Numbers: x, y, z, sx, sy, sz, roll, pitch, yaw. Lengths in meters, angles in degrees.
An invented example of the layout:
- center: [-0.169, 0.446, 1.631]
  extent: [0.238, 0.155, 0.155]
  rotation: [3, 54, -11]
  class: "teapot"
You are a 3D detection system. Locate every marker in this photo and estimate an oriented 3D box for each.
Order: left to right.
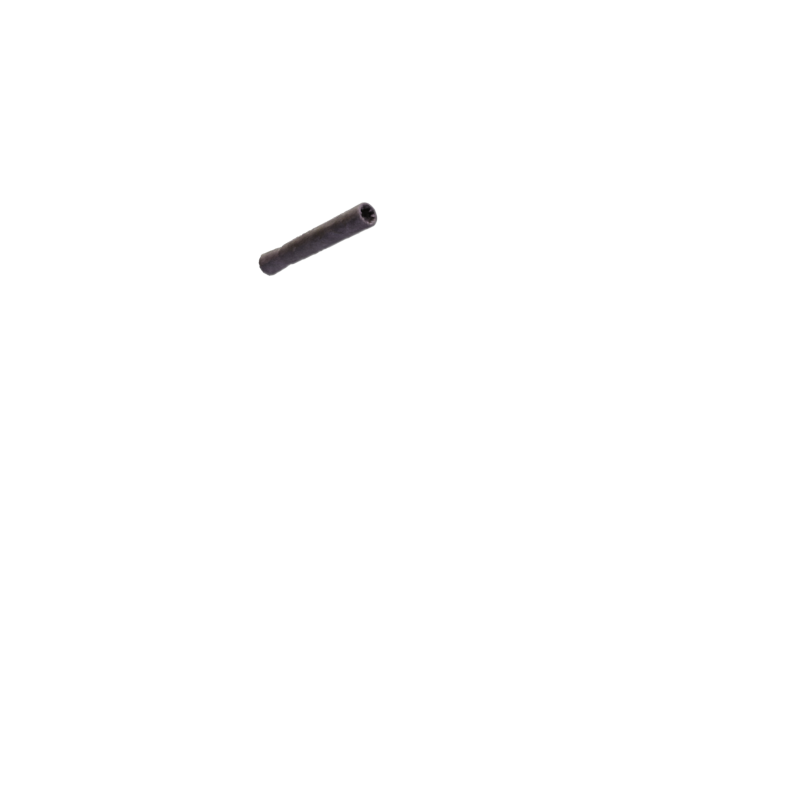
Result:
- center: [-0.065, -0.118, 0.826]
  extent: [0.019, 0.020, 0.122]
  rotation: [-4, -11, -45]
  class: "marker"
